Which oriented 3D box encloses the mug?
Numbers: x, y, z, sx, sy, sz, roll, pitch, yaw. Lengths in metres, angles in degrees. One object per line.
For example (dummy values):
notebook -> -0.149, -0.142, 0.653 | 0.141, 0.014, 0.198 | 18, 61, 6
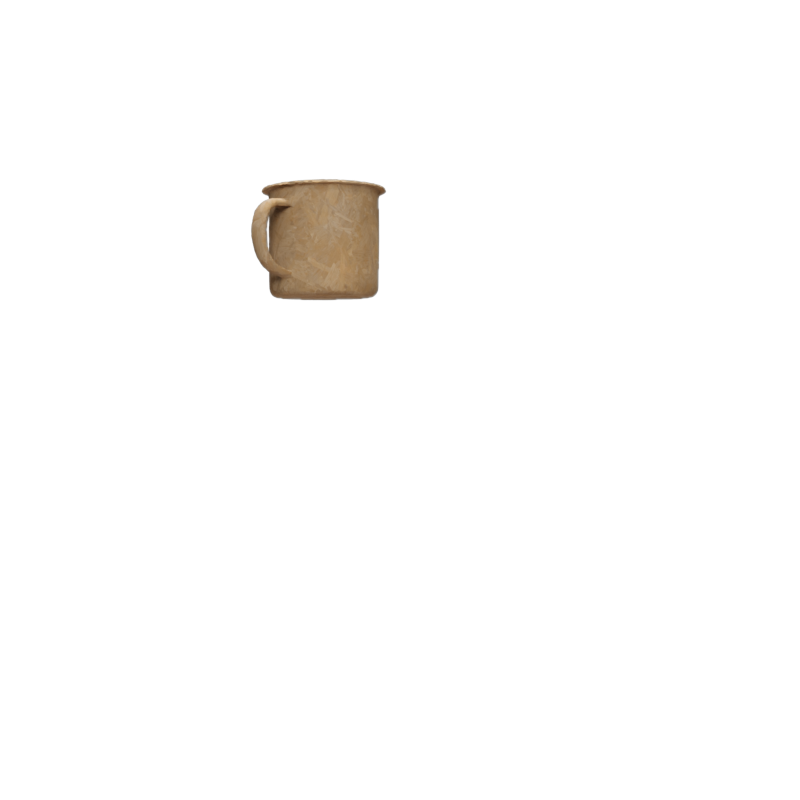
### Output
mug -> -0.064, -0.117, 0.818 | 0.096, 0.082, 0.112 | -2, -2, 38
